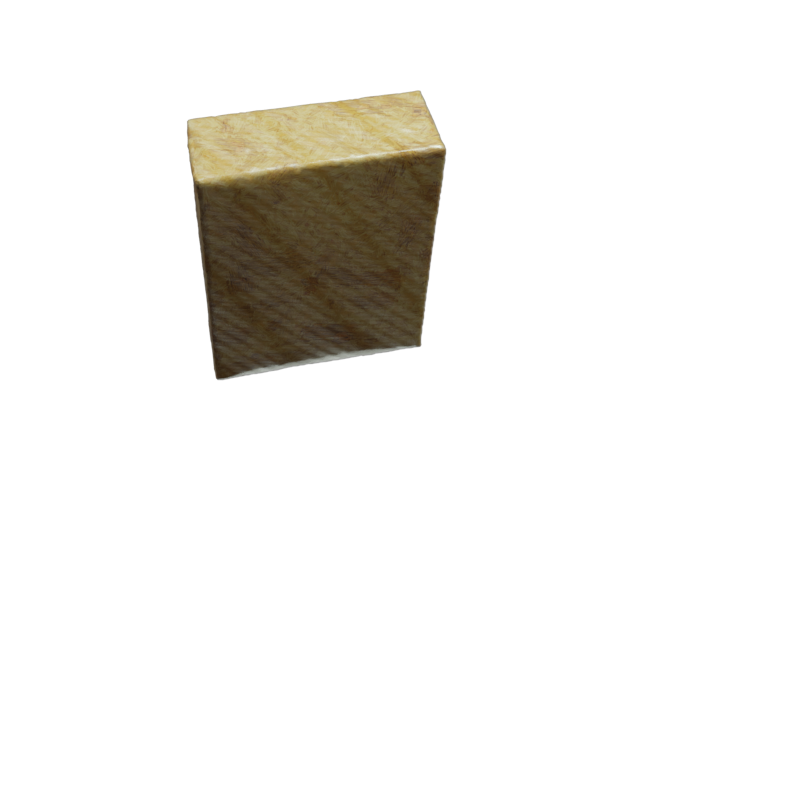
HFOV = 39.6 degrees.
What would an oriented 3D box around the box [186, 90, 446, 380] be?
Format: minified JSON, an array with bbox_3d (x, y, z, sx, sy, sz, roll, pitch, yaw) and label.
[{"bbox_3d":[-0.062,-0.114,0.796,0.163,0.078,0.199,-9,-37,-9],"label":"box"}]
